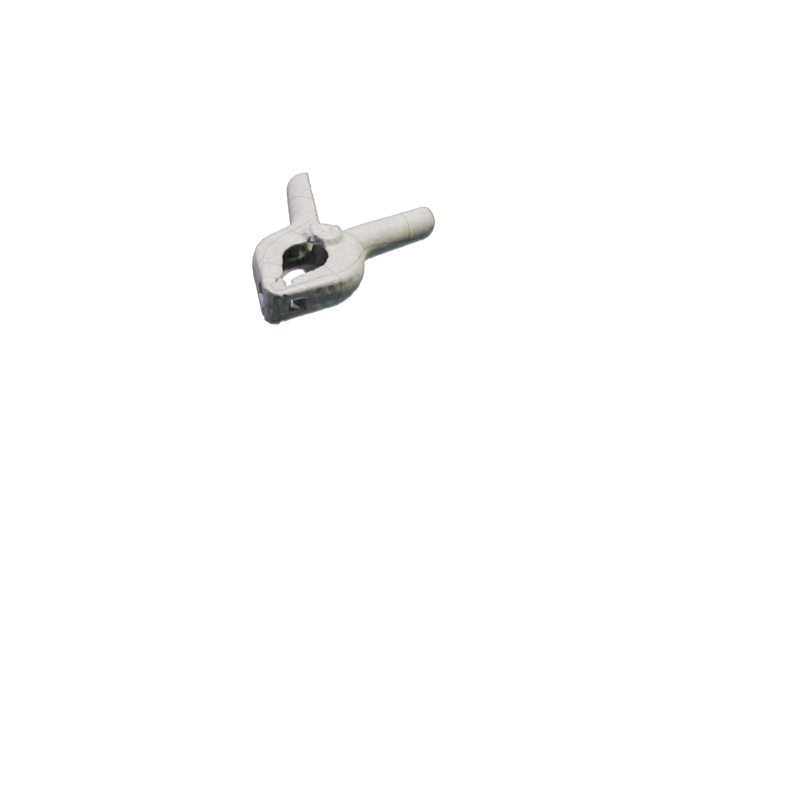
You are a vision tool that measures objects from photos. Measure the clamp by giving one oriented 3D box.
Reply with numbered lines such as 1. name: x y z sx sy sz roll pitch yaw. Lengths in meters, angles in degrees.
1. clamp: -0.063 -0.116 0.810 0.126 0.037 0.174 19 38 25
